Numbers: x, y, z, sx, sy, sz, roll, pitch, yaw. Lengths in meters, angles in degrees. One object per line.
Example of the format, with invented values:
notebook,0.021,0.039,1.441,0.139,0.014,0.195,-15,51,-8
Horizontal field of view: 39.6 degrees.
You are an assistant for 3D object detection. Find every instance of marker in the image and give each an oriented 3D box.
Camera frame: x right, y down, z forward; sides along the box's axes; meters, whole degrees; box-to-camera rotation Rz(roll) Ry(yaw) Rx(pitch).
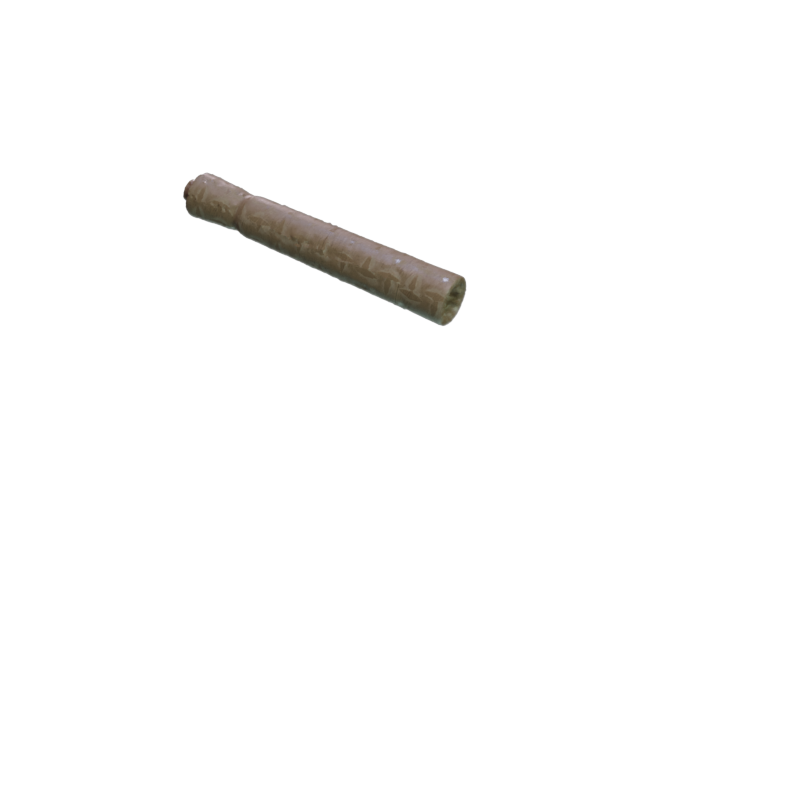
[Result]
marker,-0.033,-0.059,0.415,0.127,0.019,0.019,26,15,26
